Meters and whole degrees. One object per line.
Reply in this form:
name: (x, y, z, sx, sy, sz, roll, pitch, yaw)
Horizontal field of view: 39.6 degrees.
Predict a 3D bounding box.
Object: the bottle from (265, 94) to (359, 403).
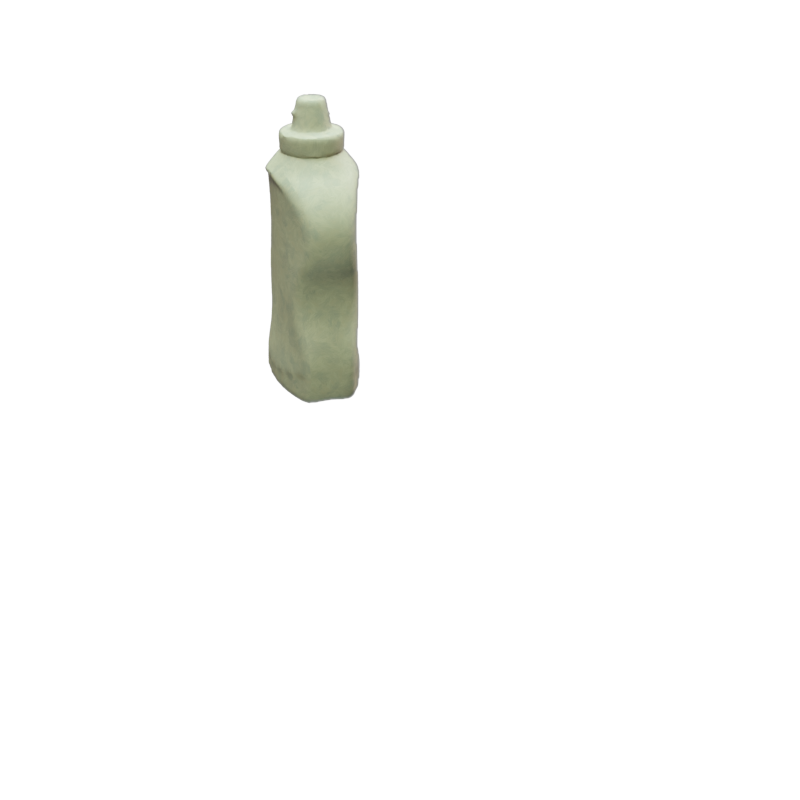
bottle: (-0.057, -0.102, 0.716, 0.057, 0.182, 0.102, -5, 25, -14)
